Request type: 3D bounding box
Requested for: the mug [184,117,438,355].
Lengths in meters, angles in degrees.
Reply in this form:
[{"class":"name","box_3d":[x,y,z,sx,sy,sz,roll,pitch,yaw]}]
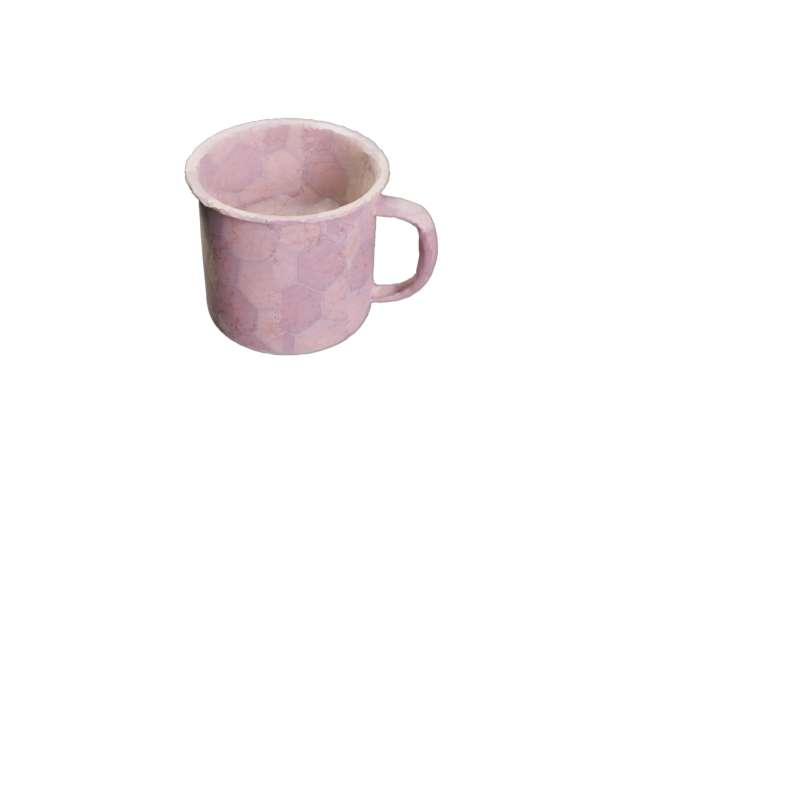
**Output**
[{"class":"mug","box_3d":[-0.041,-0.074,0.522,0.118,0.076,0.099,6,39,6]}]
